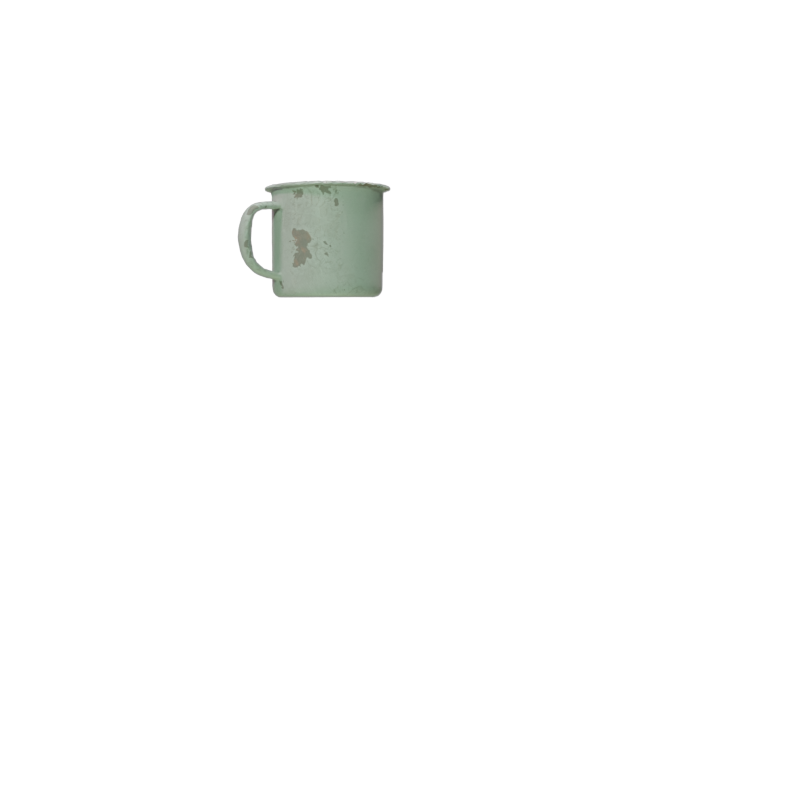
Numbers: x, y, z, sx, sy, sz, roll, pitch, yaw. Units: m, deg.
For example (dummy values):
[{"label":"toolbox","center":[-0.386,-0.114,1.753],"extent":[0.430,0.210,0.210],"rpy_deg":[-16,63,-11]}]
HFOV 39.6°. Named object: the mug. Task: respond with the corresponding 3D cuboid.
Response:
[{"label":"mug","center":[-0.064,-0.116,0.812],"extent":[0.113,0.082,0.096],"rpy_deg":[-1,2,-32]}]
